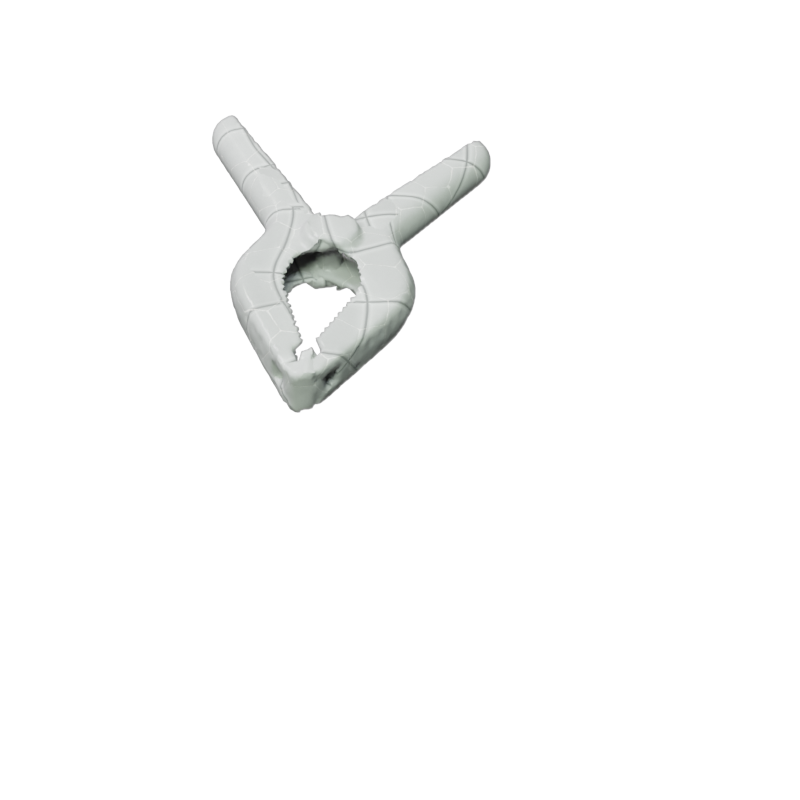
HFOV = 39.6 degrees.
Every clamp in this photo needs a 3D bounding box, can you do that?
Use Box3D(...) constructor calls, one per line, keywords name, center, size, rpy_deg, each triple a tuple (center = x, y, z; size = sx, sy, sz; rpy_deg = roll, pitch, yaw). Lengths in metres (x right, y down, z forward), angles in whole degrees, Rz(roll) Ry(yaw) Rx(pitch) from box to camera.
Box3D(name="clamp", center=(-0.047, -0.085, 0.597), size=(0.167, 0.222, 0.034), rpy_deg=(10, -43, 9))
